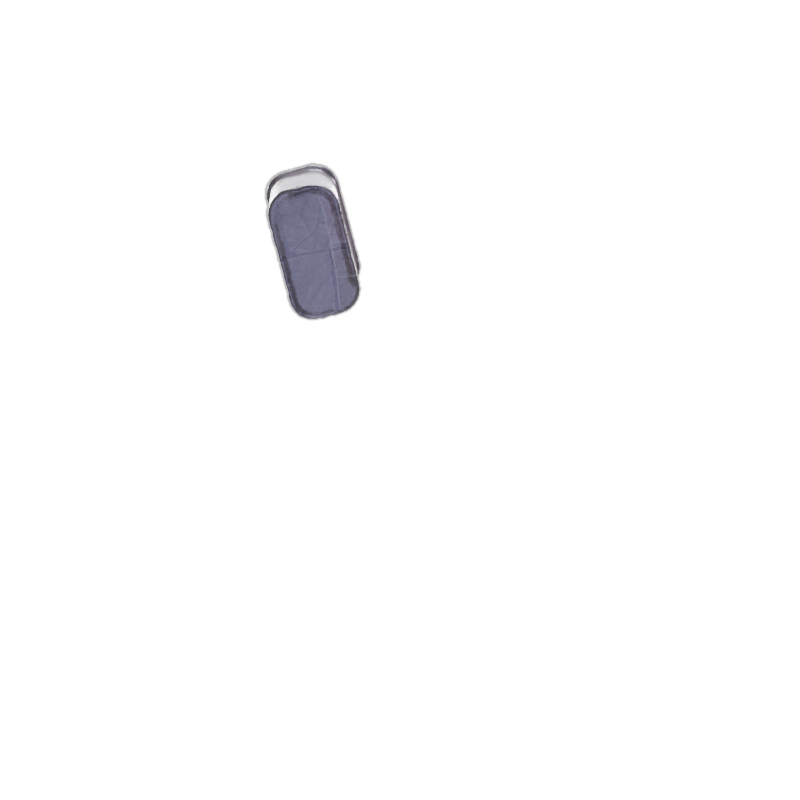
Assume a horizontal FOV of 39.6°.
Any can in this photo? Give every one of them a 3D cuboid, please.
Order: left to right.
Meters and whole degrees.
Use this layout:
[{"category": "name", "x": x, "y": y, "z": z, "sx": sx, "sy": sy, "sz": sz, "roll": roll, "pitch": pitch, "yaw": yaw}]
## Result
[{"category": "can", "x": -0.064, "y": -0.117, "z": 0.821, "sx": 0.057, "sy": 0.099, "sz": 0.087, "roll": -14, "pitch": 15, "yaw": 1}]
